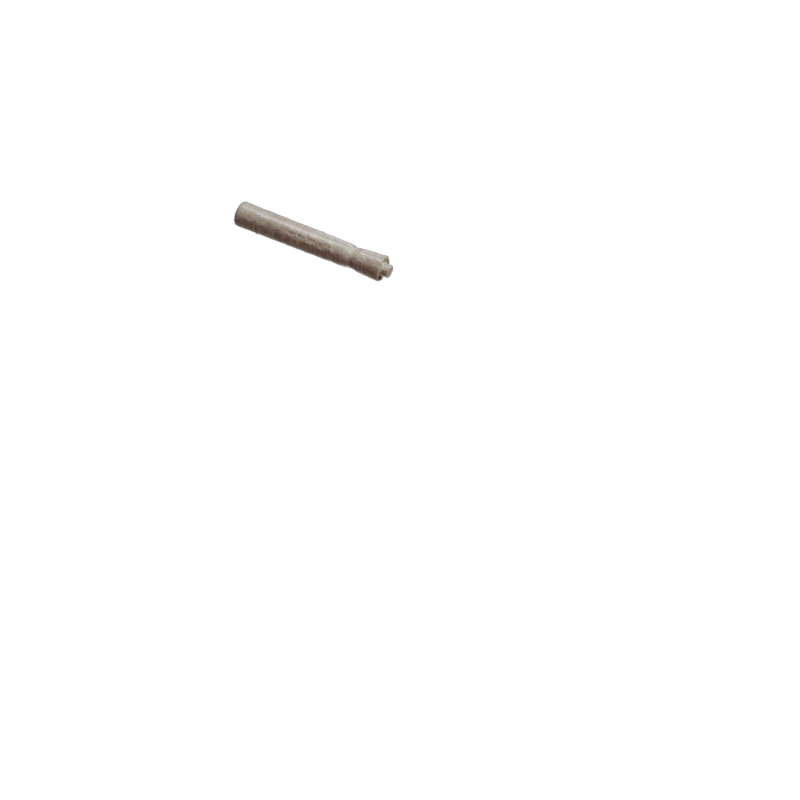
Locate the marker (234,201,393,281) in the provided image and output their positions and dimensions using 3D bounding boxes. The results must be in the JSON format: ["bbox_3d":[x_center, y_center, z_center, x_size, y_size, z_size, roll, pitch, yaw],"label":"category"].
[{"bbox_3d":[-0.061,-0.111,0.774,0.126,0.019,0.019,24,12,21],"label":"marker"}]
